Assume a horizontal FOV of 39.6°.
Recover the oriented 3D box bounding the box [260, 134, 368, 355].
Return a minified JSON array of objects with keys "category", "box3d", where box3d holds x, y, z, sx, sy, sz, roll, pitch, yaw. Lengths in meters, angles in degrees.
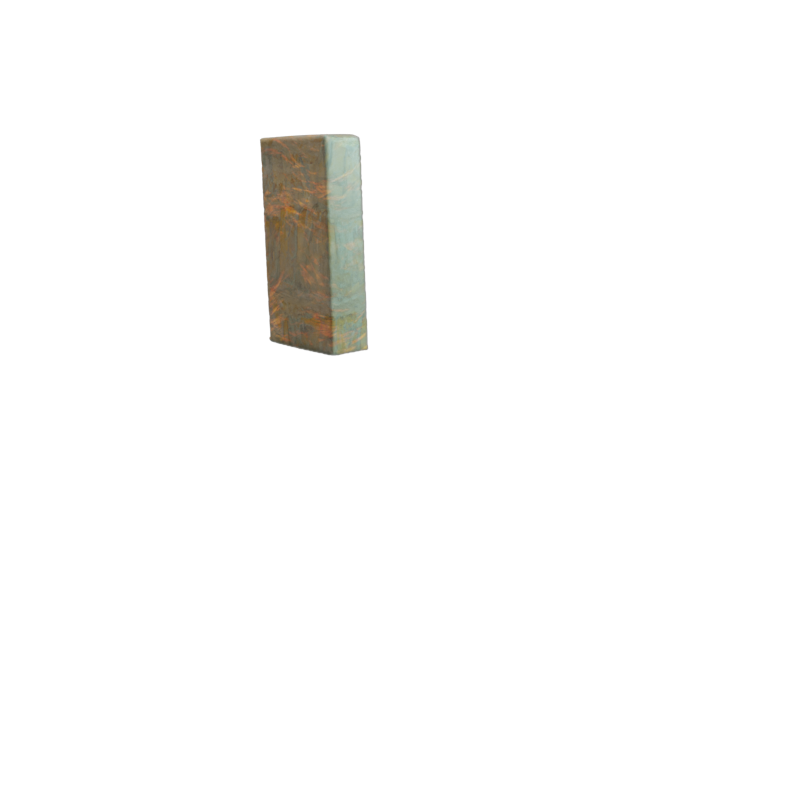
[{"category":"box","box3d":[-0.071,-0.131,0.918,0.046,0.174,0.098,-3,7,-39]}]
